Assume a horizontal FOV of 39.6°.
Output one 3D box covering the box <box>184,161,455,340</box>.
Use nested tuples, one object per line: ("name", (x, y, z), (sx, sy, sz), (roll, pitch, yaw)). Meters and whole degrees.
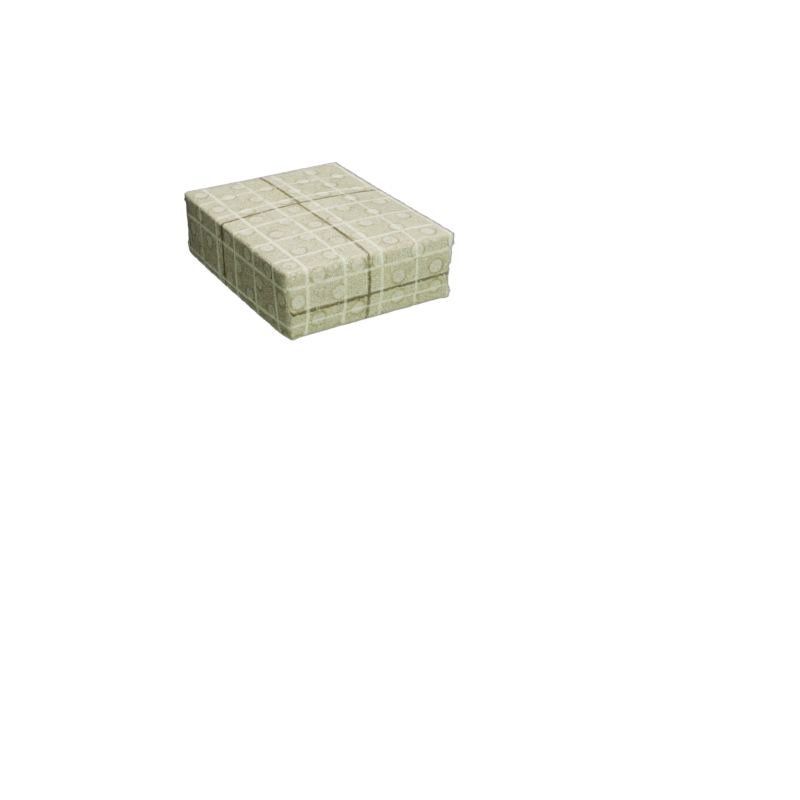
("box", (-0.042, -0.077, 0.540), (0.088, 0.037, 0.122), (-18, 37, -26))
